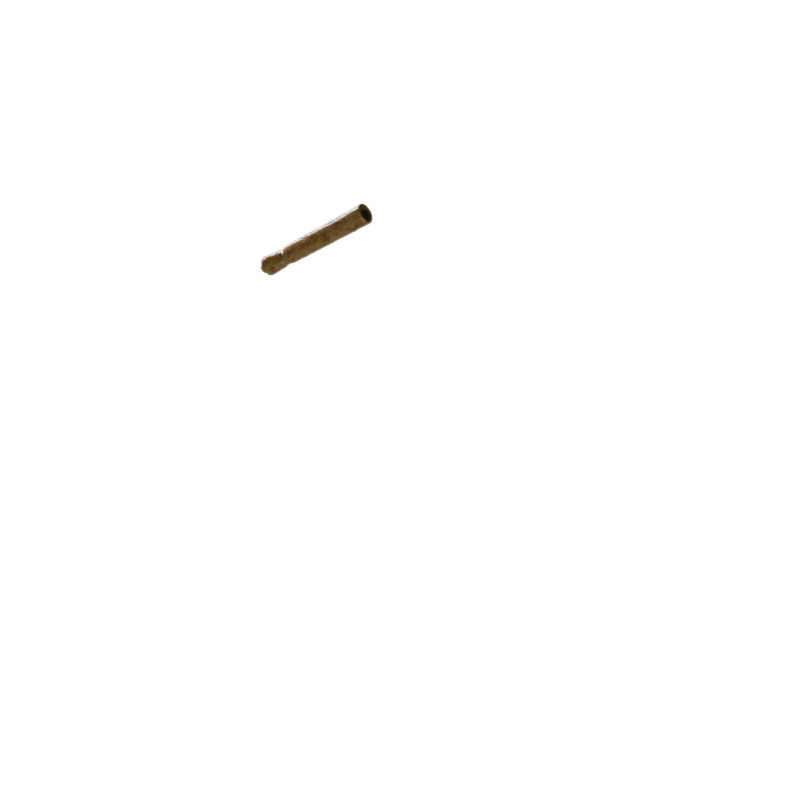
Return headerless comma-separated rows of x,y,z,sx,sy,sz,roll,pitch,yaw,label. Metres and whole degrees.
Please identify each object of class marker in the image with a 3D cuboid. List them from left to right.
-0.076,-0.139,0.976,0.121,0.020,0.019,-23,-9,32,marker
